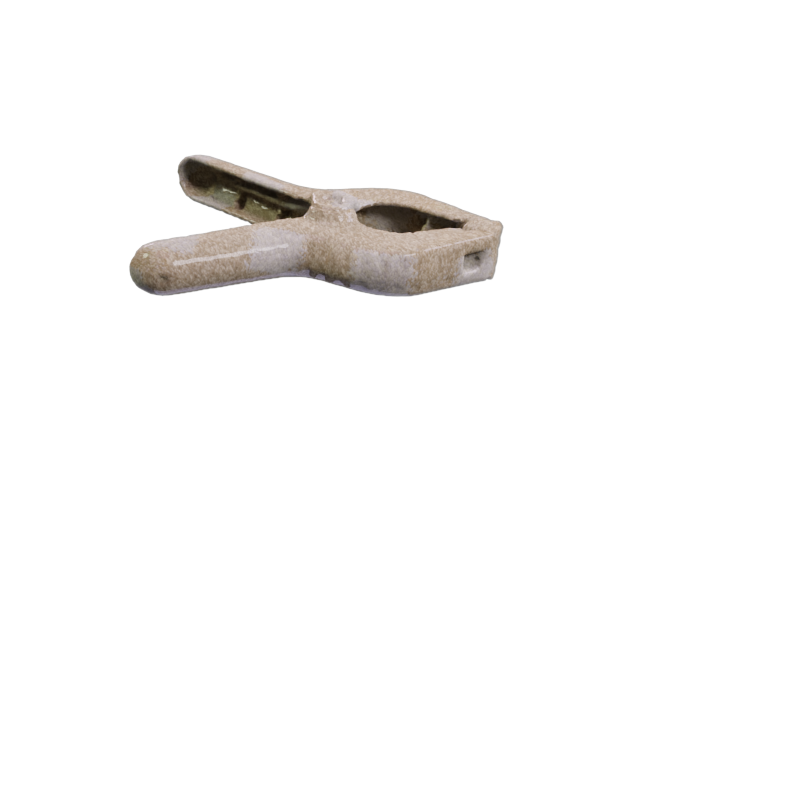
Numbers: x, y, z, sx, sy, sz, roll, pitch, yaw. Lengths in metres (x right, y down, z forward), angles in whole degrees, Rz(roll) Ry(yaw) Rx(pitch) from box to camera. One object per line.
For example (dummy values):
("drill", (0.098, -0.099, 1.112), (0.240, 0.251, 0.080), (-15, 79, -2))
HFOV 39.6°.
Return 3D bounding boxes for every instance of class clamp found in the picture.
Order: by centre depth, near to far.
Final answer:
("clamp", (-0.041, -0.074, 0.521), (0.175, 0.037, 0.126), (8, 39, 10))
